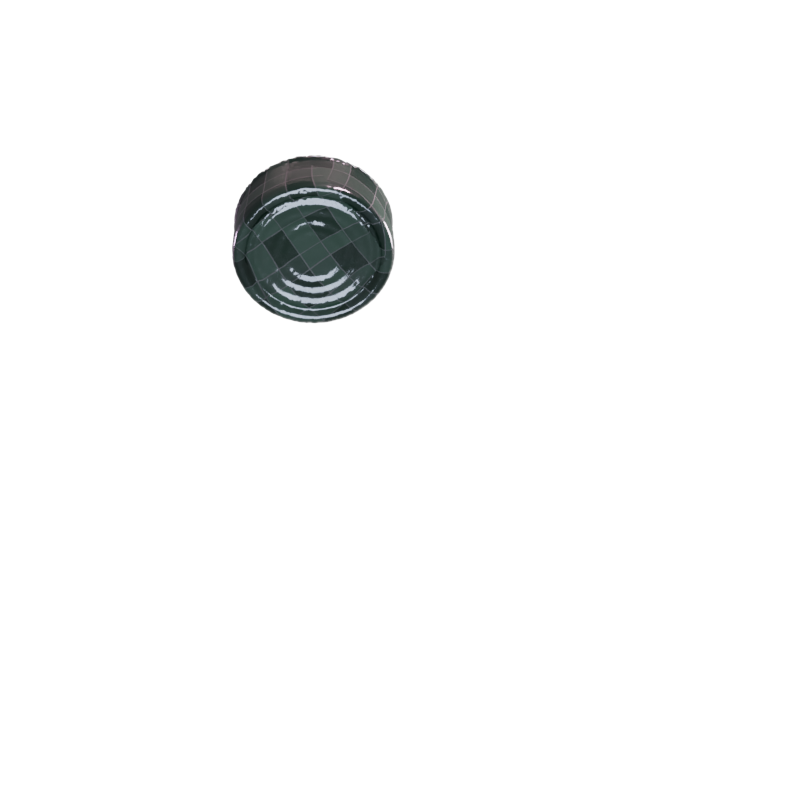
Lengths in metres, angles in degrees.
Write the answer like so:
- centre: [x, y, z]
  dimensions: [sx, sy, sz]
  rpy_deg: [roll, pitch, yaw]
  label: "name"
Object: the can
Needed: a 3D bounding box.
- centre: [-0.046, -0.083, 0.585]
  dimensions: [0.086, 0.081, 0.036]
  rpy_deg: [1, 33, -1]
  label: "can"
